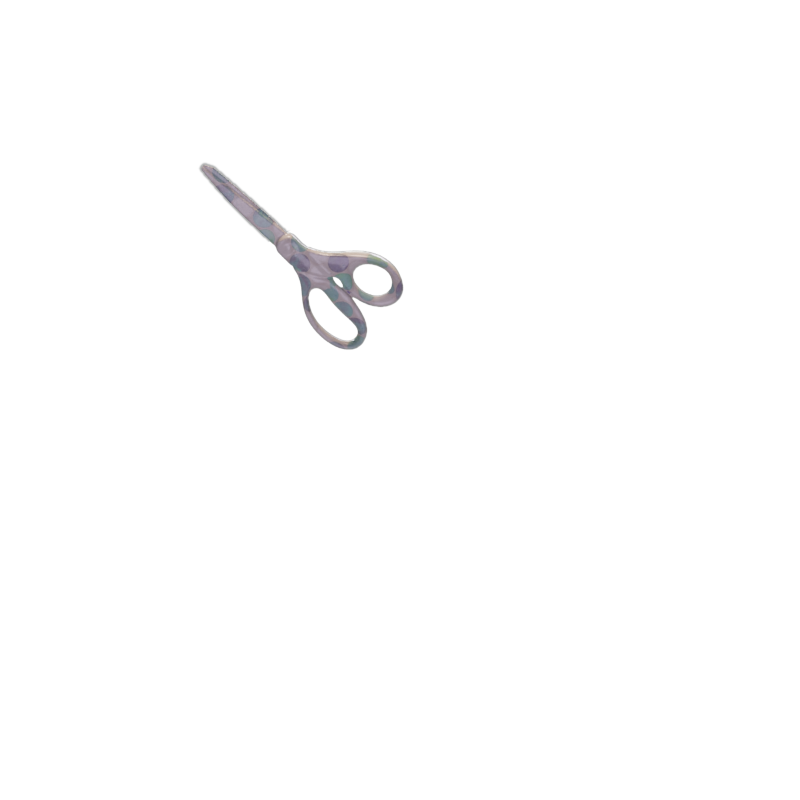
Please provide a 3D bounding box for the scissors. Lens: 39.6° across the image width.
[{"bbox_3d":[-0.072,-0.130,0.913,0.096,0.192,0.016,-28,19,10],"label":"scissors"}]
